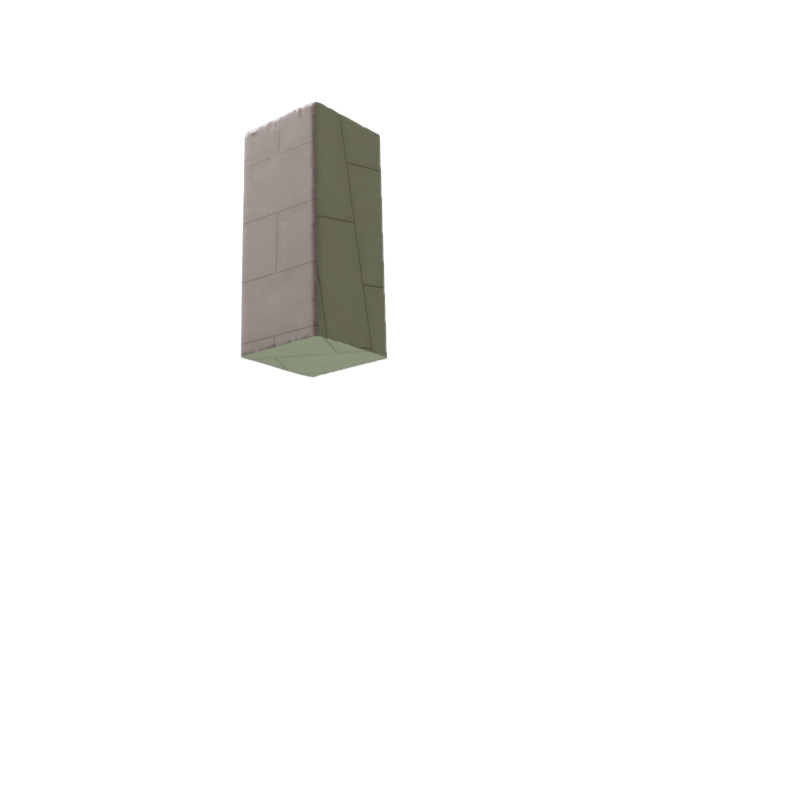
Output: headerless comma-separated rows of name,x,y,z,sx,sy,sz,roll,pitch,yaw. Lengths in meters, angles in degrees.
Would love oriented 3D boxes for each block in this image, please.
block,-0.075,-0.135,0.948,0.092,0.216,0.085,-18,-26,38
